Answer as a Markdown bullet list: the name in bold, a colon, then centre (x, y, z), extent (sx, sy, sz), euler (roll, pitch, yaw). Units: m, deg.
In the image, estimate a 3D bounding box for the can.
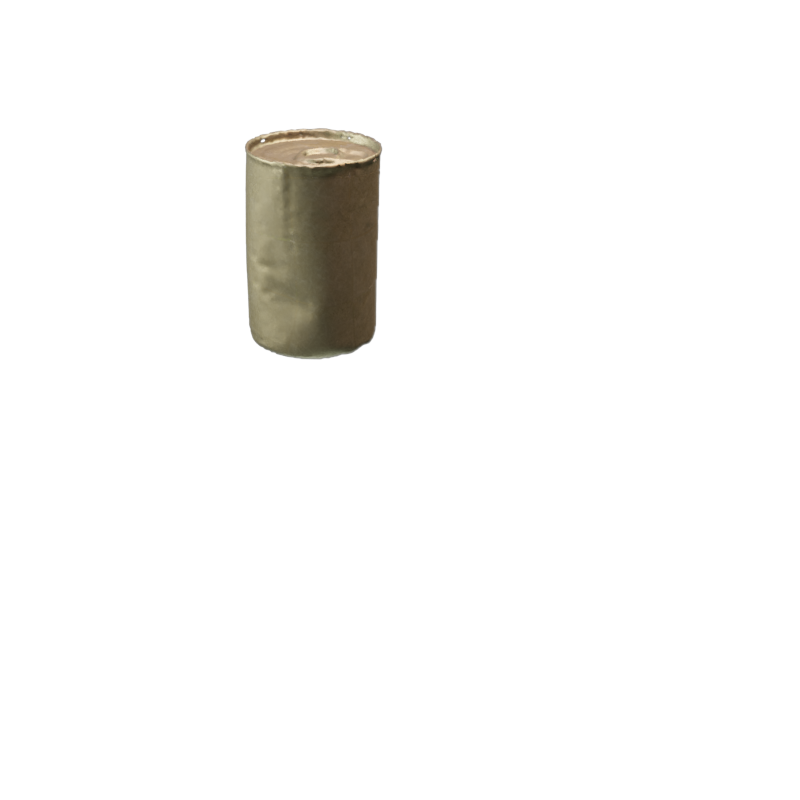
- **can**: centre (-0.044, -0.081, 0.564), extent (0.068, 0.097, 0.072), euler (0, 23, -2)
